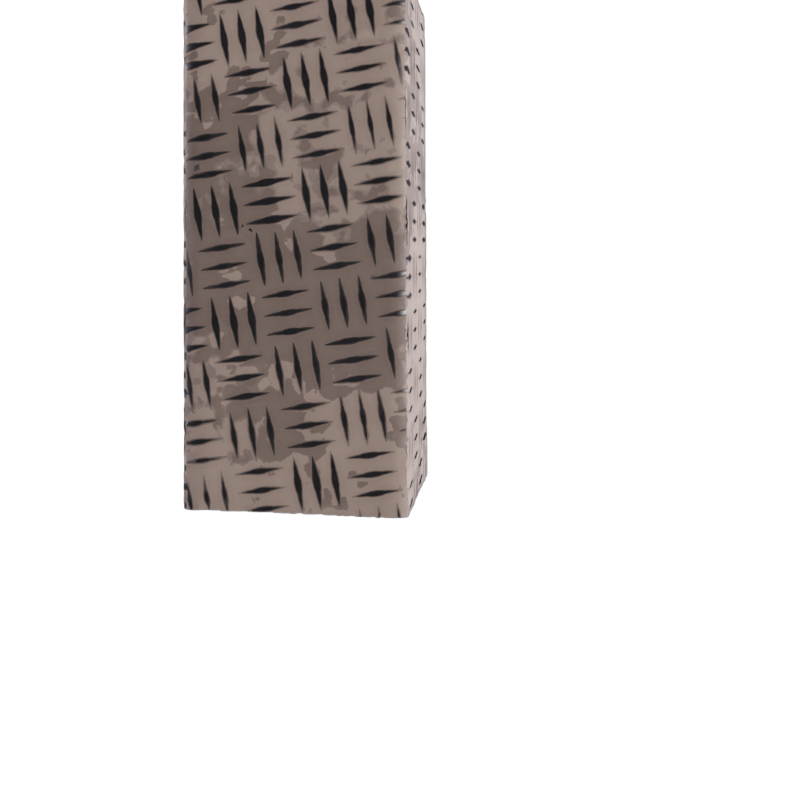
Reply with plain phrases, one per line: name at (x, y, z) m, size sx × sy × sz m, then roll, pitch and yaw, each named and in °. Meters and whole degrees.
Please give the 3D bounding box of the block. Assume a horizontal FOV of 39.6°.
block at (-0.037, -0.066, 0.461) m, size 0.091 × 0.207 × 0.090 m, roll 0°, pitch 0°, yaw 7°
